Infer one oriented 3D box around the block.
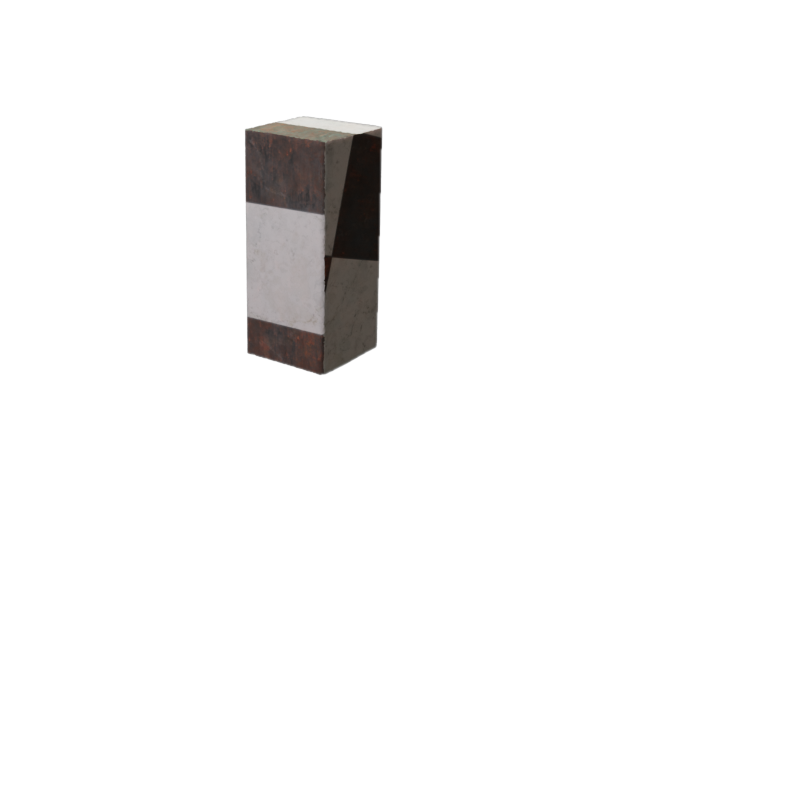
[{"bbox_3d":[-0.077,-0.141,0.988,0.095,0.198,0.089,13,21,33],"label":"block"}]
